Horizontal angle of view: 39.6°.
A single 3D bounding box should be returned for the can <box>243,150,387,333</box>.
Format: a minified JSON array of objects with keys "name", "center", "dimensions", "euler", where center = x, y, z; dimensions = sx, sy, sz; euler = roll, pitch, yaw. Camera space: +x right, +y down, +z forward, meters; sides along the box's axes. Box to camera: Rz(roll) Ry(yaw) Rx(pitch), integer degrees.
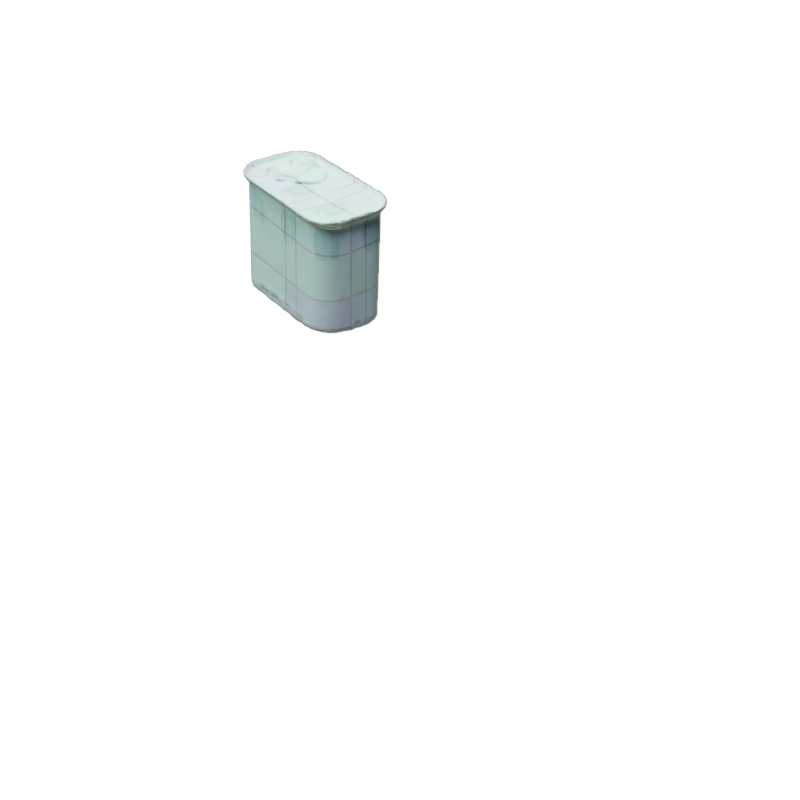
[{"name":"can","center":[-0.056,-0.102,0.712],"dimensions":[0.057,0.079,0.110],"euler":[-20,39,-30]}]
